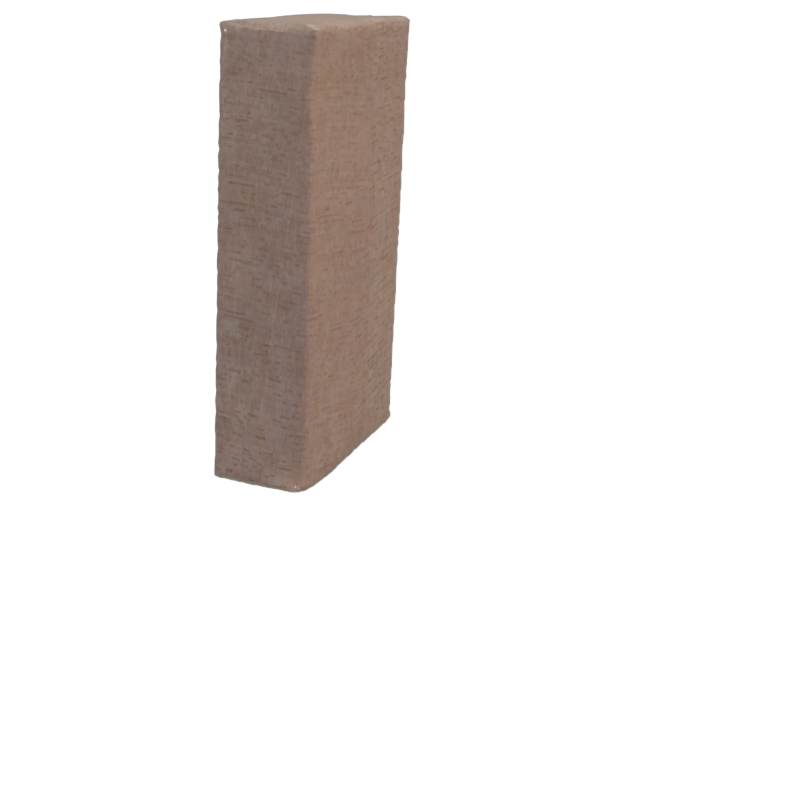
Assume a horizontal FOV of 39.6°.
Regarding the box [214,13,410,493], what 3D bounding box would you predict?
[{"bbox_3d":[-0.035,-0.063,0.440,0.050,0.171,0.093,6,16,21],"label":"box"}]
